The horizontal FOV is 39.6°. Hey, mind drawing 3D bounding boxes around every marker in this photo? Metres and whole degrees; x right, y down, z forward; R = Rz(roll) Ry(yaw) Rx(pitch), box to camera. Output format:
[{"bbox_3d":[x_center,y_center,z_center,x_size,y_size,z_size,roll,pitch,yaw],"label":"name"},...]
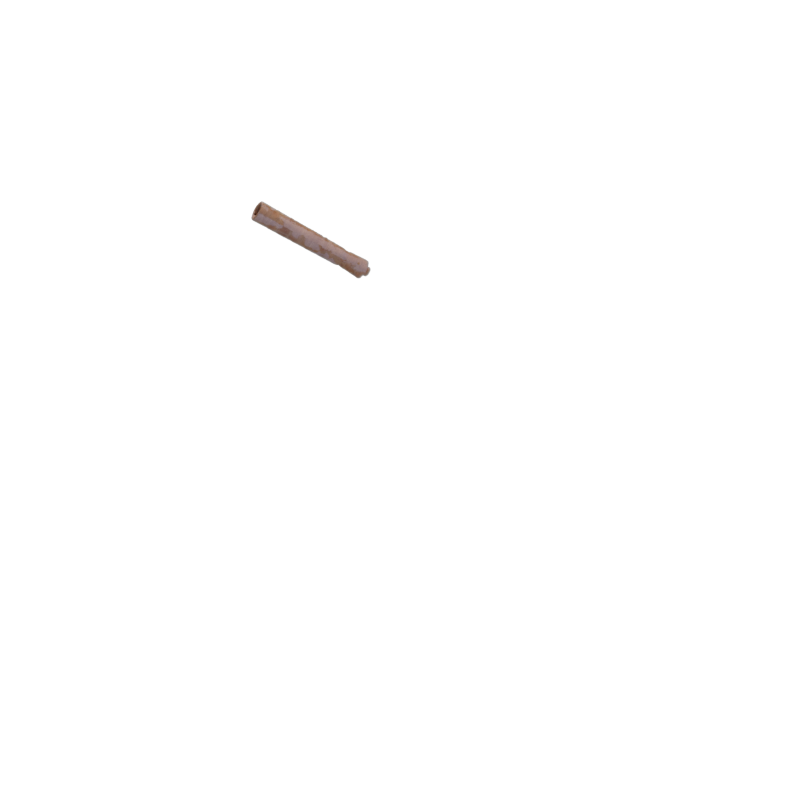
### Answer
[{"bbox_3d":[-0.078,-0.143,0.999,0.116,0.020,0.020,27,-7,-19],"label":"marker"}]
